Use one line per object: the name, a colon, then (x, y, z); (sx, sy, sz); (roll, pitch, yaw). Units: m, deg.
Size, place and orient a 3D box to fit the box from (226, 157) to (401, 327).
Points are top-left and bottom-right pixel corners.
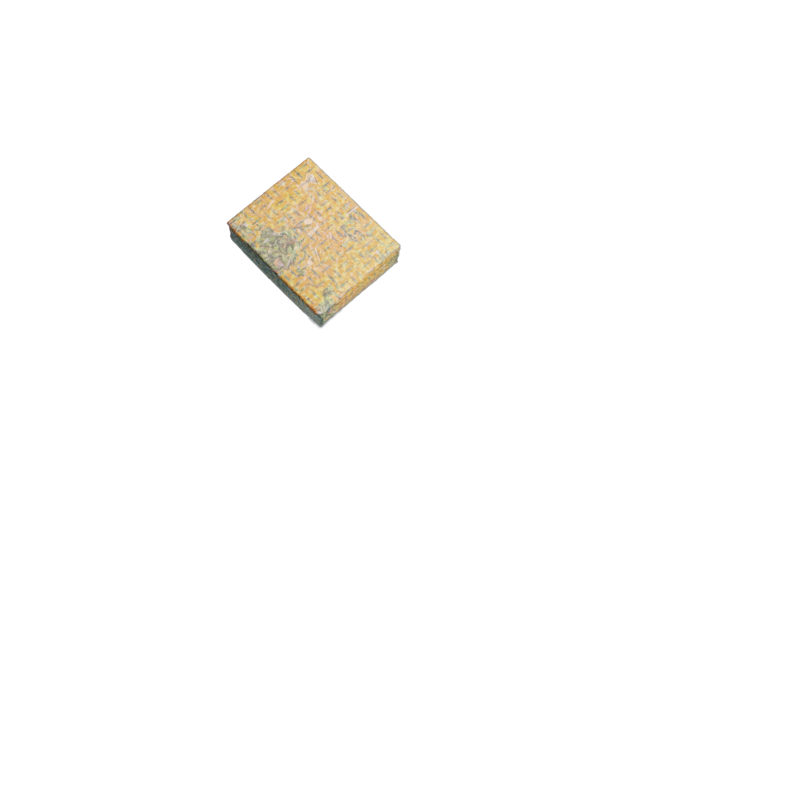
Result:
box: (-0.070, -0.128, 0.894); (0.090, 0.118, 0.037); (-41, -16, -15)
